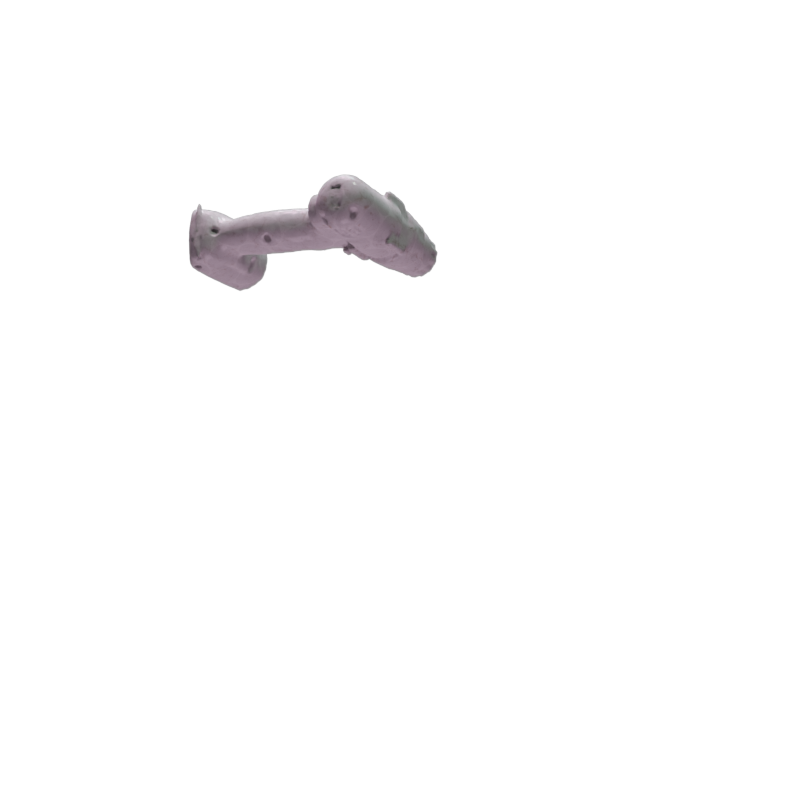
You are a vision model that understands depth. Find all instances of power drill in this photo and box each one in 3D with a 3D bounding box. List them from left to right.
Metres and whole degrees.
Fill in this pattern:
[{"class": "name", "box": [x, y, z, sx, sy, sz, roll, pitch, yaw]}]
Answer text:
[{"class": "power drill", "box": [-0.077, -0.140, 0.978, 0.191, 0.060, 0.173, -7, -16, 24]}]
